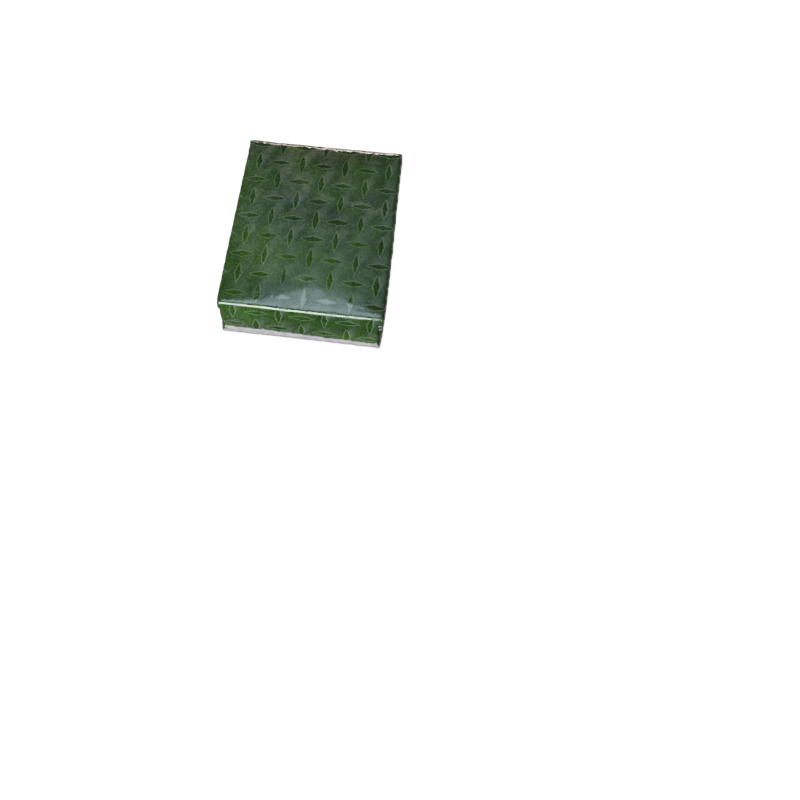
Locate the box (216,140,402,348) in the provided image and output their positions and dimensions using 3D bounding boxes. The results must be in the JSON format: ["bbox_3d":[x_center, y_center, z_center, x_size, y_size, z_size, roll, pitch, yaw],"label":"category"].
[{"bbox_3d":[-0.049,-0.089,0.623,0.090,0.120,0.036,5,-31,3],"label":"box"}]
